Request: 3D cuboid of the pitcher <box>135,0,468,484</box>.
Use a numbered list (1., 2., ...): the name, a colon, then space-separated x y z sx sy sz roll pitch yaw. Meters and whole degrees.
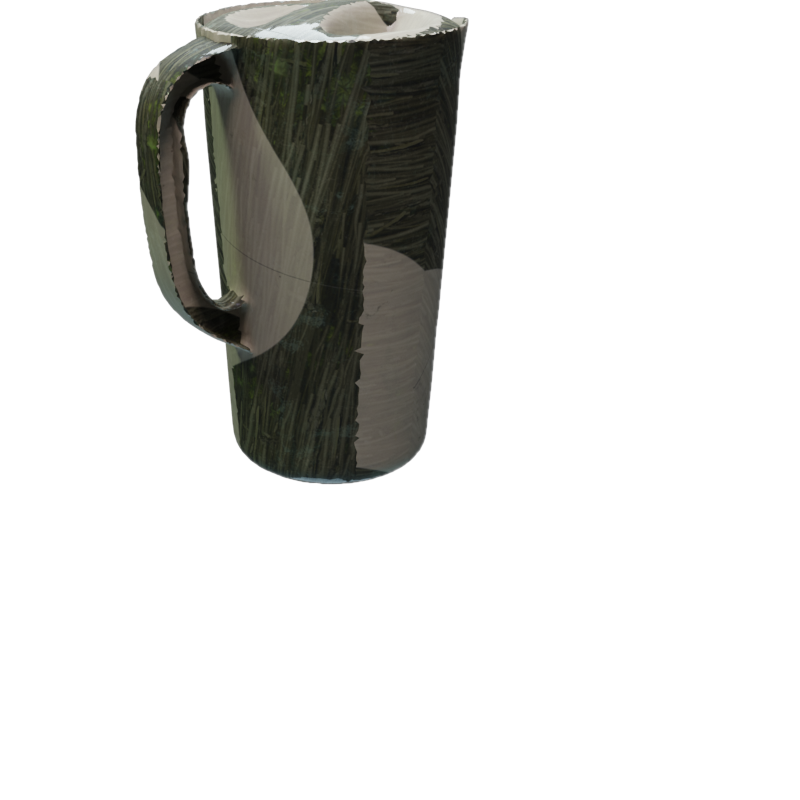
1. pitcher: -0.045 -0.082 0.575 0.150 0.232 0.151 3 22 4
